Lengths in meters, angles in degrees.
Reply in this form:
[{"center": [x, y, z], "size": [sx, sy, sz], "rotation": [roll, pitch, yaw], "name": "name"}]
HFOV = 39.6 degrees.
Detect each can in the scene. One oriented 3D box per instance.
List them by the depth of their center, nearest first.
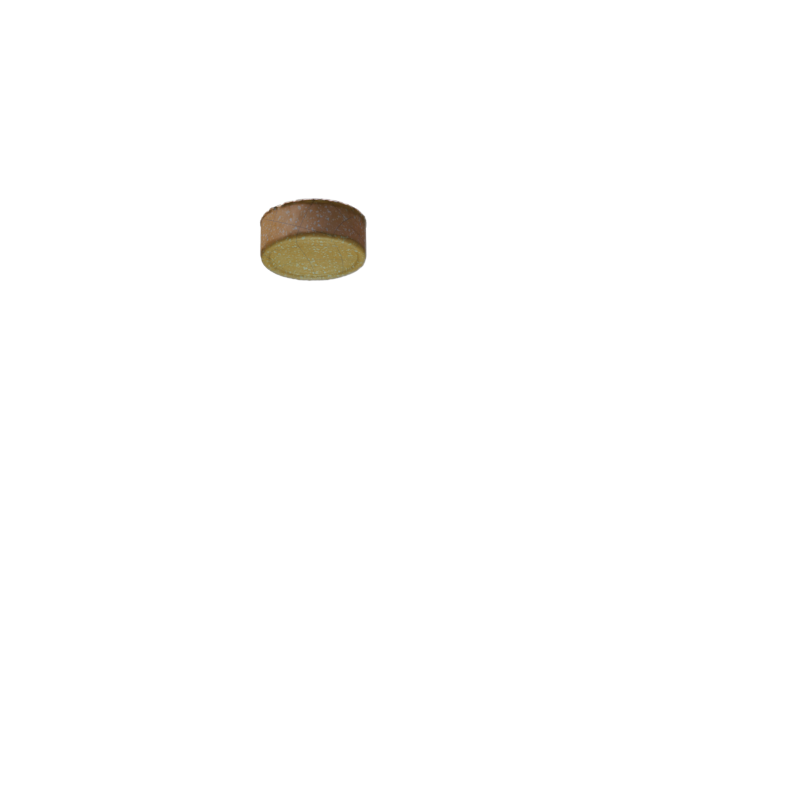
[{"center": [-0.069, -0.126, 0.882], "size": [0.086, 0.035, 0.082], "rotation": [0, -20, -2], "name": "can"}]
